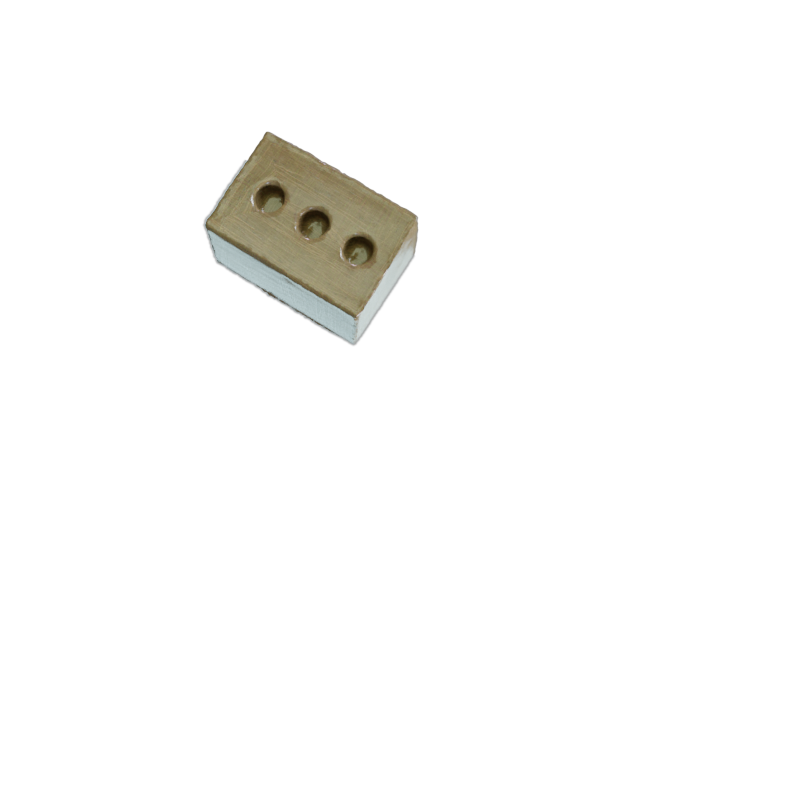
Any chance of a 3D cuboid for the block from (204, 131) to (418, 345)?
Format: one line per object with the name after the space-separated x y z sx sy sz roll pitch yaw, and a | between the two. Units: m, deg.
-0.038 -0.069 0.485 0.080 0.054 0.049 30 -14 7 | block
